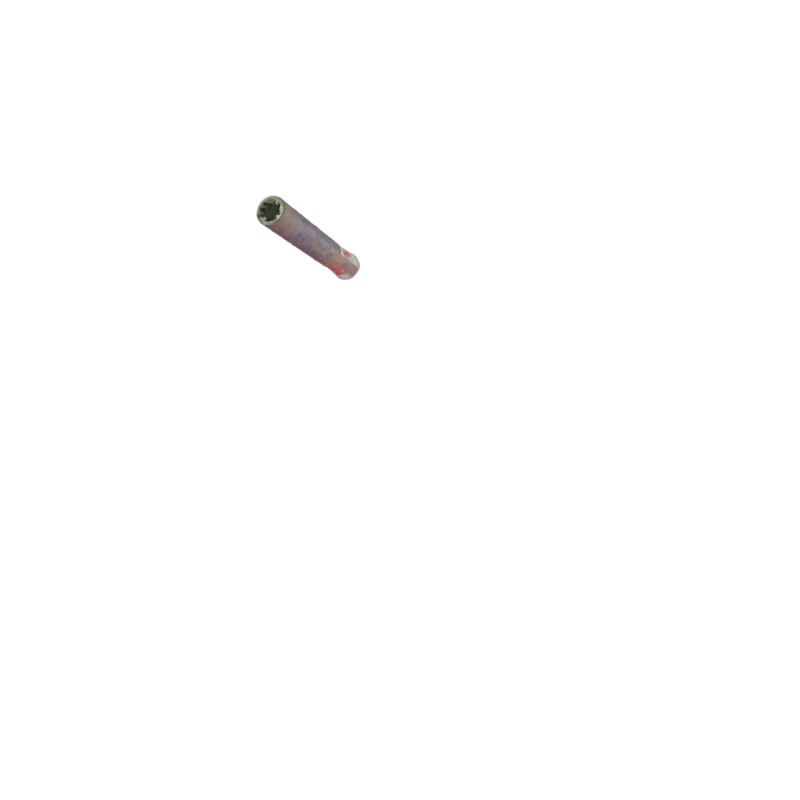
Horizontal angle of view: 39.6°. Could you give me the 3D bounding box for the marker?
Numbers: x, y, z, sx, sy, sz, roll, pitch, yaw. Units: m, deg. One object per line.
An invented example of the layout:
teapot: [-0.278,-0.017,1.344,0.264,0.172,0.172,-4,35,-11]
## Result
marker: [-0.054,-0.099,0.691,0.020,0.020,0.114,2,-10,22]
